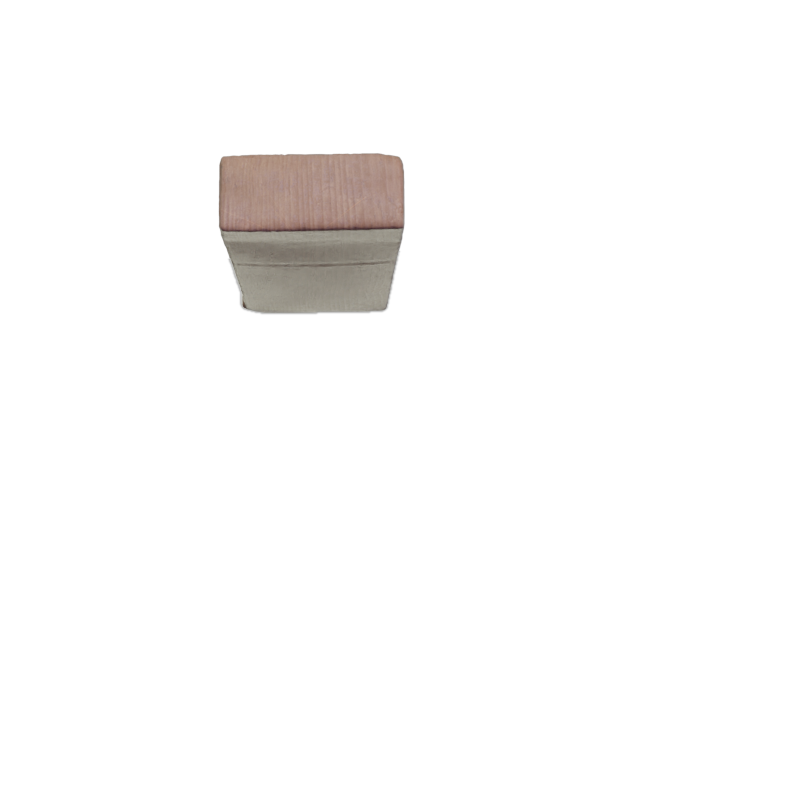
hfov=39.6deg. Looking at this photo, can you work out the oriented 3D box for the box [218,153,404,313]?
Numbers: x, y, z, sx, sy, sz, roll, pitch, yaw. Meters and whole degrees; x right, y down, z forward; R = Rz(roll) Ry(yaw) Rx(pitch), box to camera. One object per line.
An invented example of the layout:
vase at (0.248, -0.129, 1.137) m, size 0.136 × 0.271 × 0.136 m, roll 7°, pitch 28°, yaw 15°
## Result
box at (-0.049, -0.089, 0.624) m, size 0.093 × 0.050 × 0.170 m, roll 0°, pitch -12°, yaw -4°
